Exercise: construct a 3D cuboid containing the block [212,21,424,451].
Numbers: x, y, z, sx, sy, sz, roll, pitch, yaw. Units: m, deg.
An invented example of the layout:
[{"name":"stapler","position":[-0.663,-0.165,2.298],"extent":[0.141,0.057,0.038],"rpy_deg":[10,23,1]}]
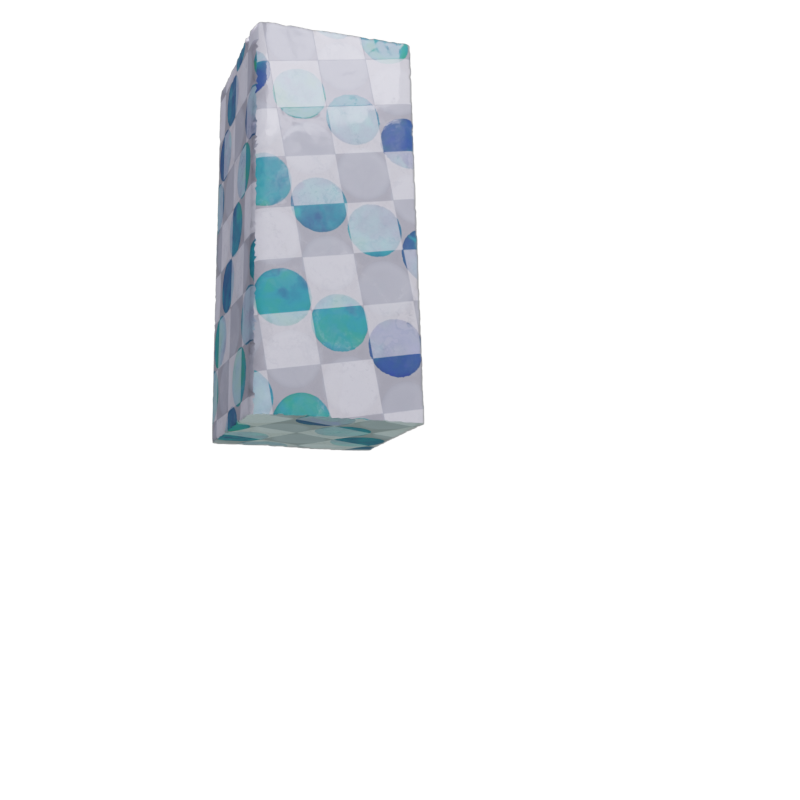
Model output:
[{"name":"block","position":[-0.047,-0.085,0.593],"extent":[0.088,0.215,0.089],"rpy_deg":[5,-19,-18]}]
